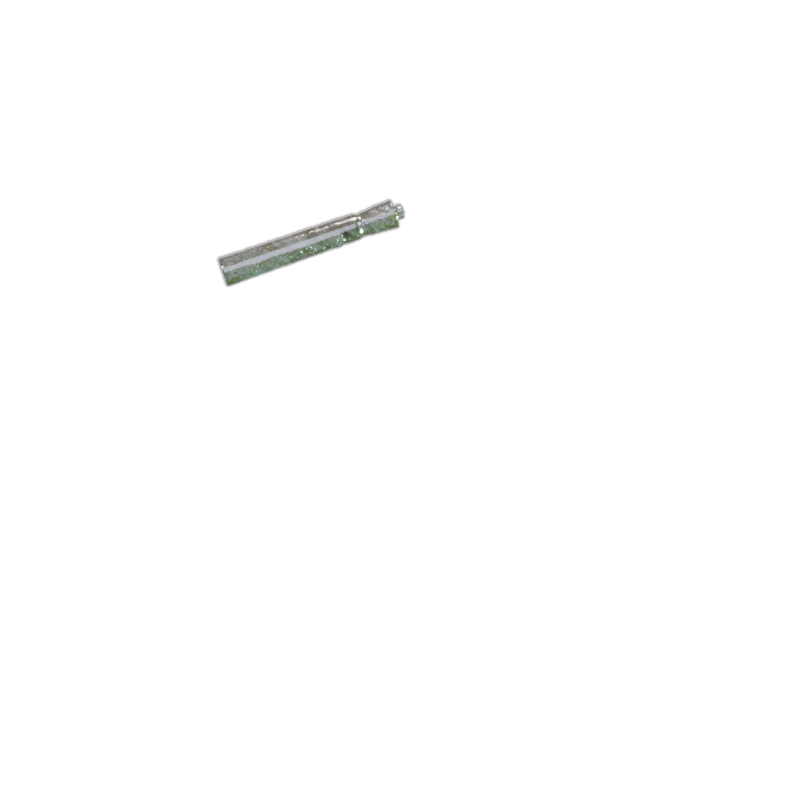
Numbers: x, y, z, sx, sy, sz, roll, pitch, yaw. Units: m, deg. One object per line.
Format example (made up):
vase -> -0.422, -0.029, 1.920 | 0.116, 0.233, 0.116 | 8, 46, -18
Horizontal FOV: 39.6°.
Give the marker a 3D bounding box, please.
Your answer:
marker -> -0.055, -0.100, 0.700 | 0.121, 0.020, 0.020 | -20, 6, -5
